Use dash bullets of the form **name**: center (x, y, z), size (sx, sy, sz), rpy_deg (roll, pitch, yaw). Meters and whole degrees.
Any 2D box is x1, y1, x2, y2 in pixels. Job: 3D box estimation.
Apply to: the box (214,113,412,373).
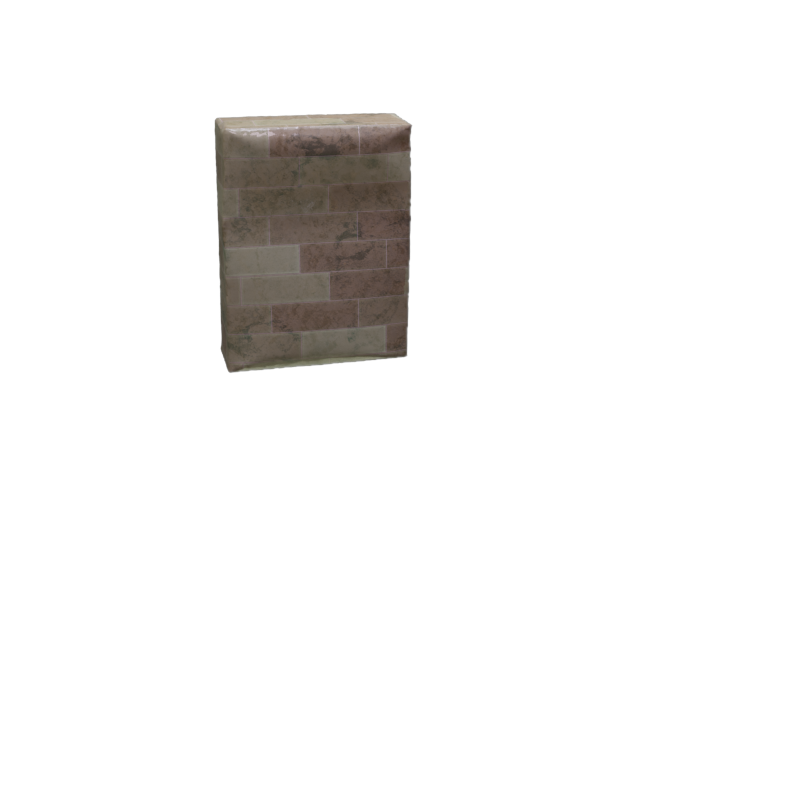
- **box**: center (-0.076, -0.138, 0.966), size (0.162, 0.206, 0.076), rpy_deg (-3, 17, -12)
